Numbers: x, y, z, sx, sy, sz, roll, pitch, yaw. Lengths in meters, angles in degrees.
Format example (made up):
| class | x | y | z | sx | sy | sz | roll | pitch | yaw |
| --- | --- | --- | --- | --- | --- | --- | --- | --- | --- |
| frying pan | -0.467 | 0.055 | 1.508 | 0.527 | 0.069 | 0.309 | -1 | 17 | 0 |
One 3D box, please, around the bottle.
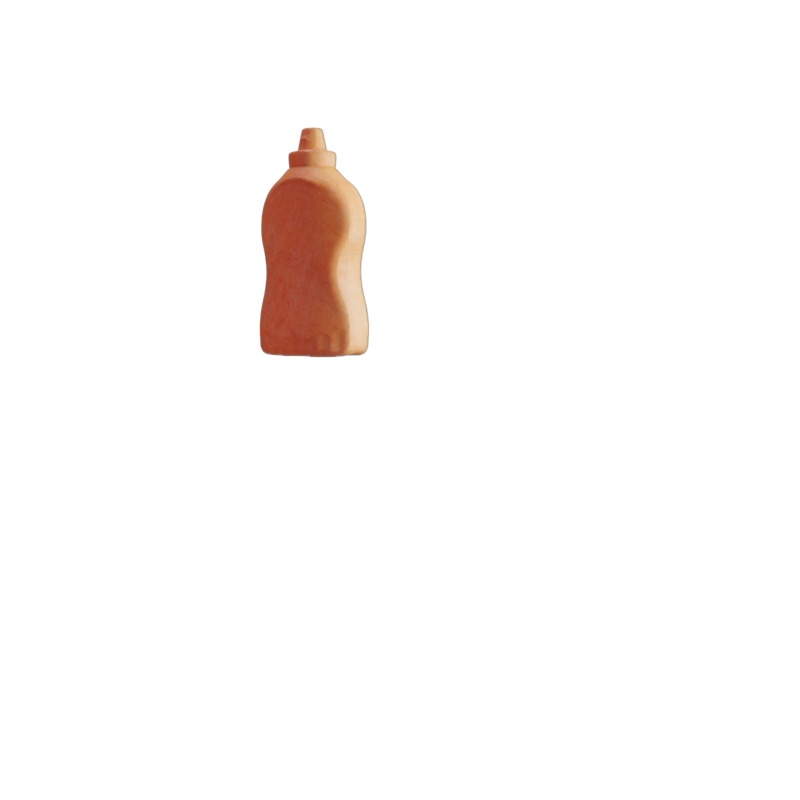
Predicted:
| class | x | y | z | sx | sy | sz | roll | pitch | yaw |
| --- | --- | --- | --- | --- | --- | --- | --- | --- | --- |
| bottle | -0.074 | -0.134 | 0.936 | 0.099 | 0.193 | 0.056 | -1 | -3 | 37 |
